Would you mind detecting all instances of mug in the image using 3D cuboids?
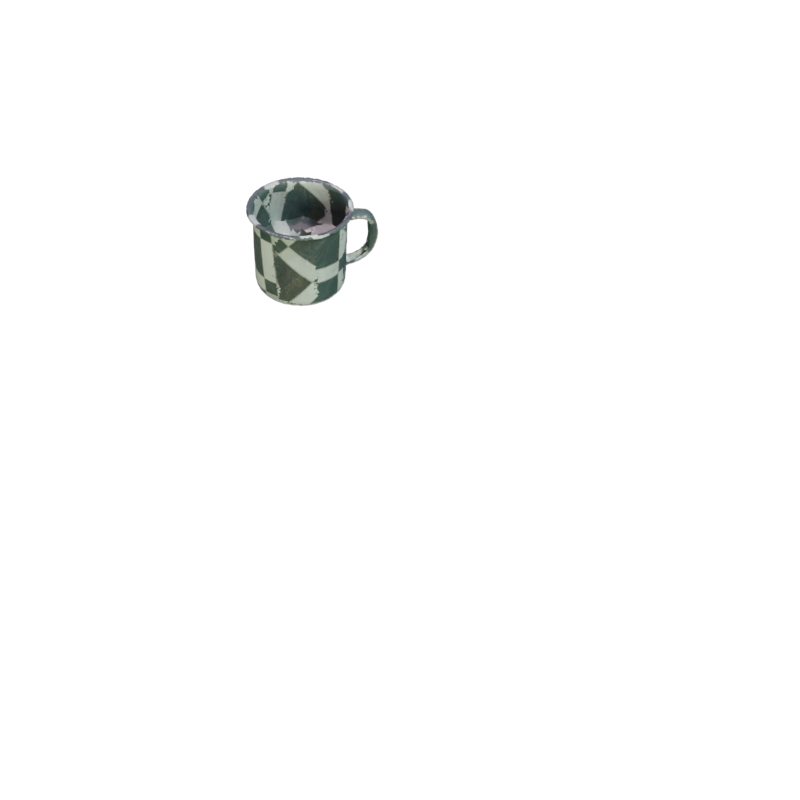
[{"bbox_3d":[-0.077,-0.140,0.981,0.116,0.076,0.101,-11,43,-14],"label":"mug"}]
